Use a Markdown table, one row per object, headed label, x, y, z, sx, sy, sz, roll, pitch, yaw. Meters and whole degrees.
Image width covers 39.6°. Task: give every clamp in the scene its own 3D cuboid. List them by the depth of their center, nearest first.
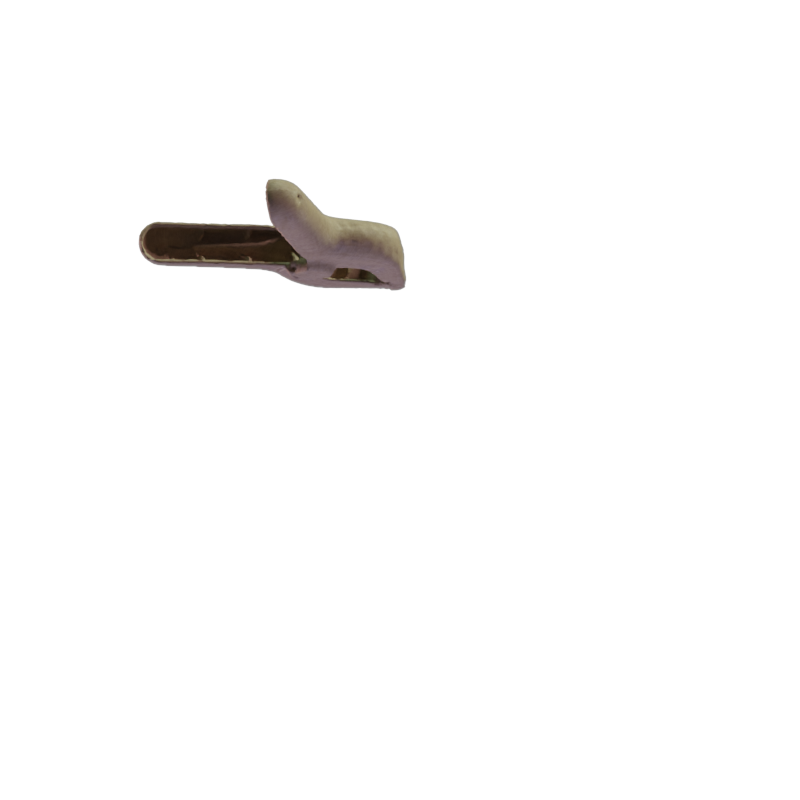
| label | x | y | z | sx | sy | sz | roll | pitch | yaw |
| --- | --- | --- | --- | --- | --- | --- | --- | --- | --- |
| clamp | -0.050 | -0.091 | 0.640 | 0.164 | 0.040 | 0.123 | 2 | -3 | -38 |
